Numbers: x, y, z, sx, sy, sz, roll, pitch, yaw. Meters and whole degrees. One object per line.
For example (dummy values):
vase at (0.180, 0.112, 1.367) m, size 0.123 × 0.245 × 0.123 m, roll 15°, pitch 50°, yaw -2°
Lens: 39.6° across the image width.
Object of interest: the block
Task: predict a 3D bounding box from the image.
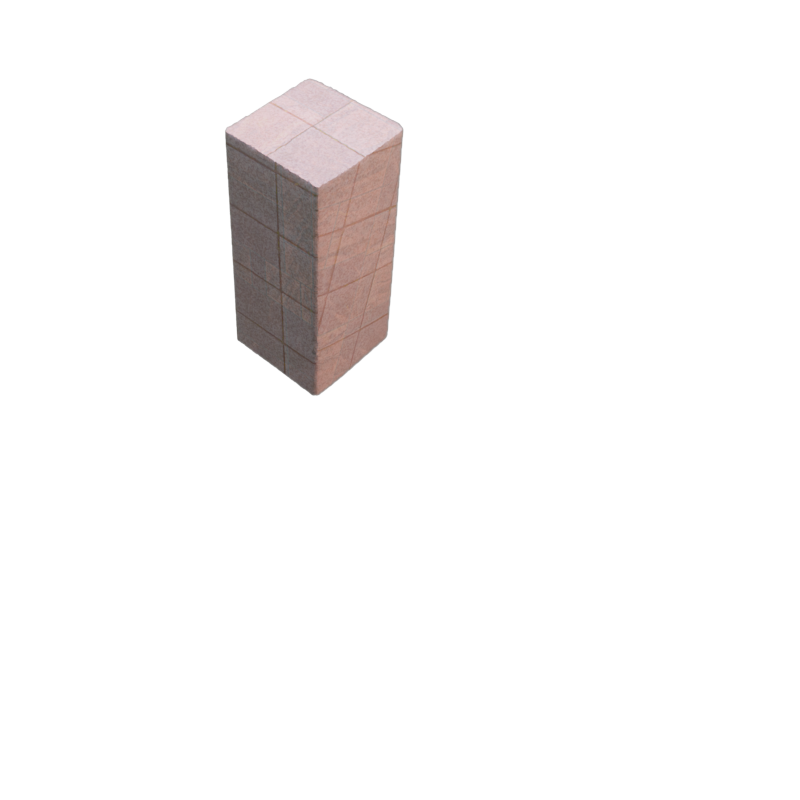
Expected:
block at (-0.063, -0.116, 0.814) m, size 0.096 × 0.192 × 0.091 m, roll 34°, pitch 53°, yaw 26°
